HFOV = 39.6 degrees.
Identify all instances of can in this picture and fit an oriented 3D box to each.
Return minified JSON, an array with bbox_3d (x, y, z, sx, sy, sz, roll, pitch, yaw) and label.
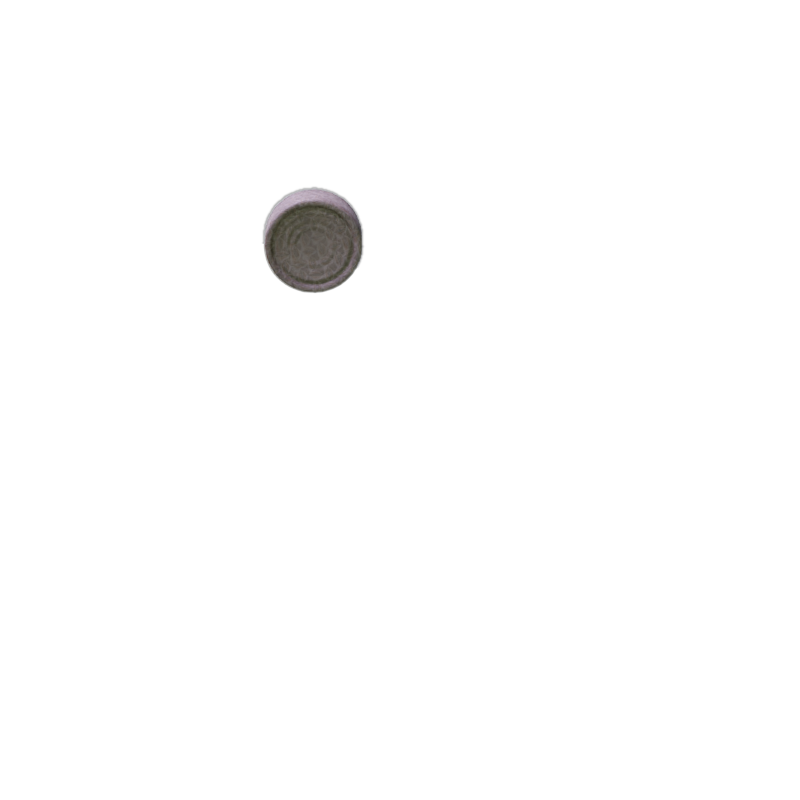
[{"bbox_3d":[-0.075,-0.136,0.952,0.086,0.082,0.035,0,18,-1],"label":"can"}]
